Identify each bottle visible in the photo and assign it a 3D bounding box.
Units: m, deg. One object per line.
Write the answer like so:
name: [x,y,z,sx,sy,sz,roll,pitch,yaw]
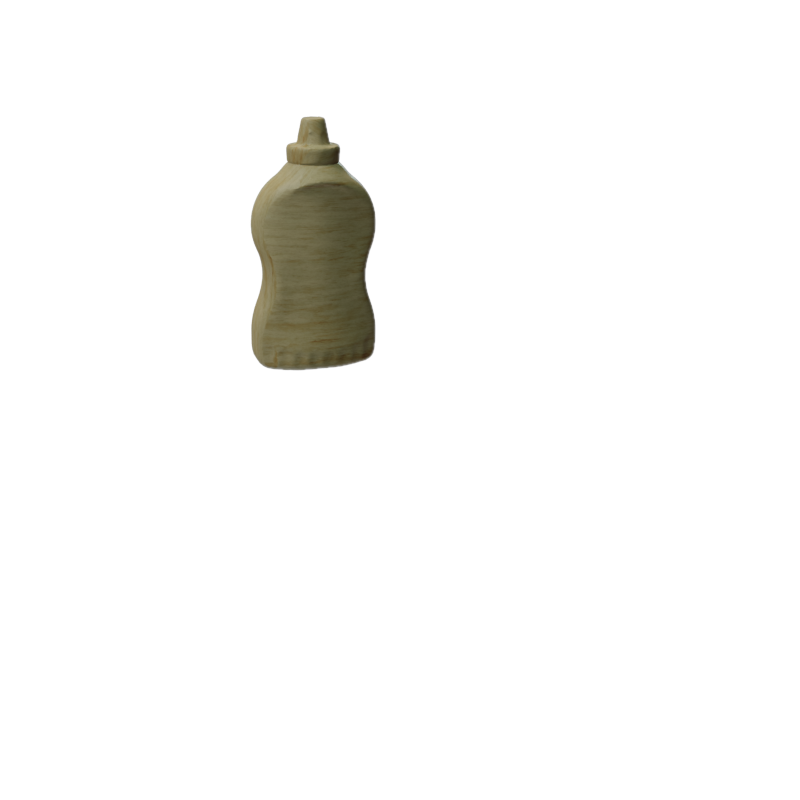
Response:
bottle: [-0.067,-0.122,0.857,0.094,0.185,0.061,-3,15,-15]
